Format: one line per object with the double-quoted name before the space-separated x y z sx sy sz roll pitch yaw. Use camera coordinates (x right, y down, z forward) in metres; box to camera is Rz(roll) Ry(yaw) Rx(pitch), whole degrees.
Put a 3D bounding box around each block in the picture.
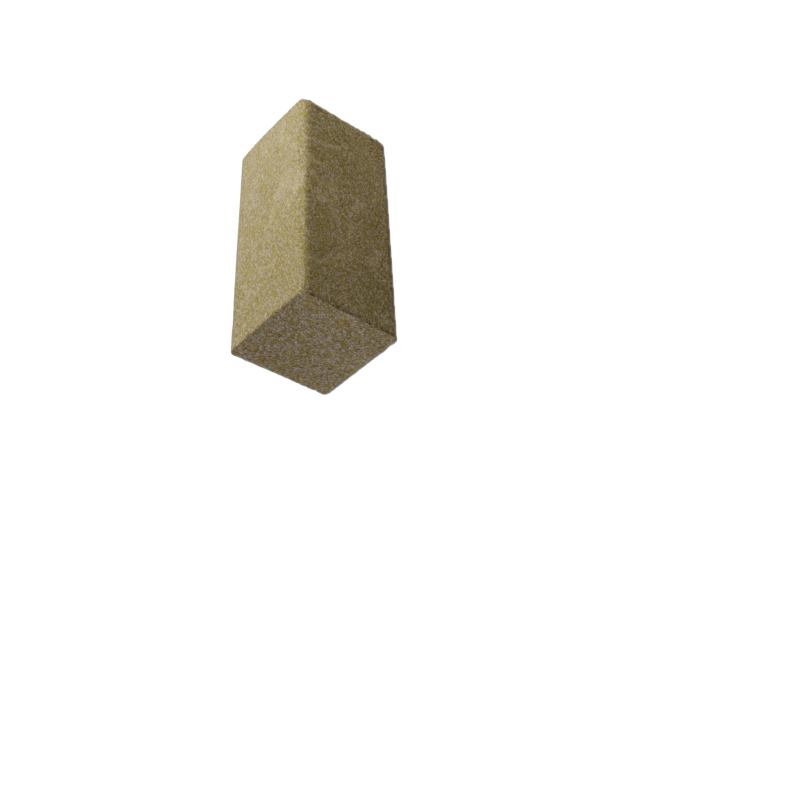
"block" -0.068 -0.124 0.867 0.086 0.221 0.089 26 -48 -31
